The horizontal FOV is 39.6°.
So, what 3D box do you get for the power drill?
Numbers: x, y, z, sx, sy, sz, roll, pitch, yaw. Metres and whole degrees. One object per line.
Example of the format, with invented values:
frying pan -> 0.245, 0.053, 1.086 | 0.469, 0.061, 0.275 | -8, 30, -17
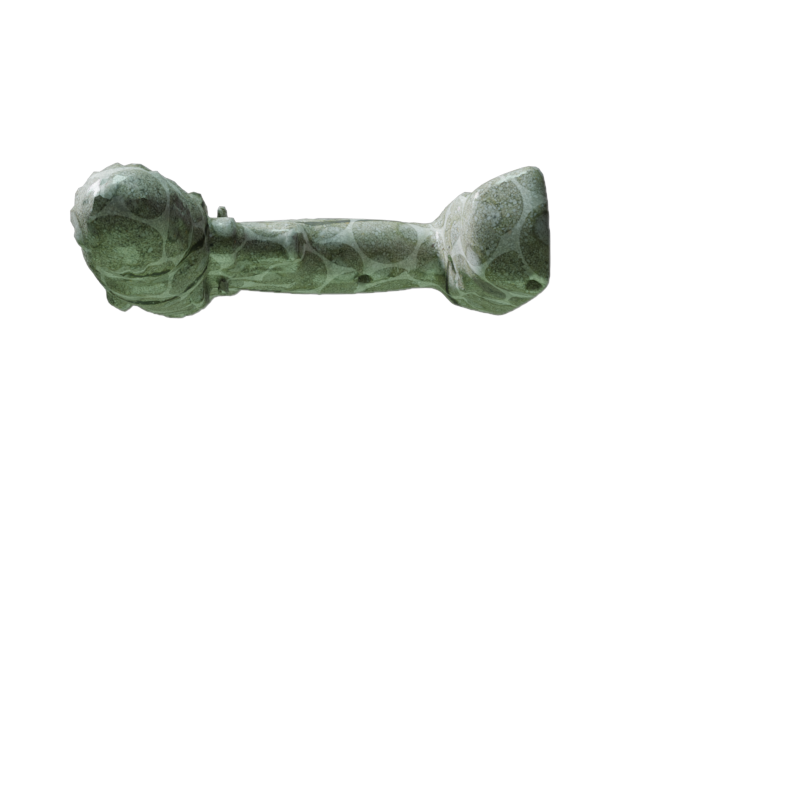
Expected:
power drill -> -0.037, -0.067, 0.470 | 0.187, 0.058, 0.183 | 0, 0, -3
